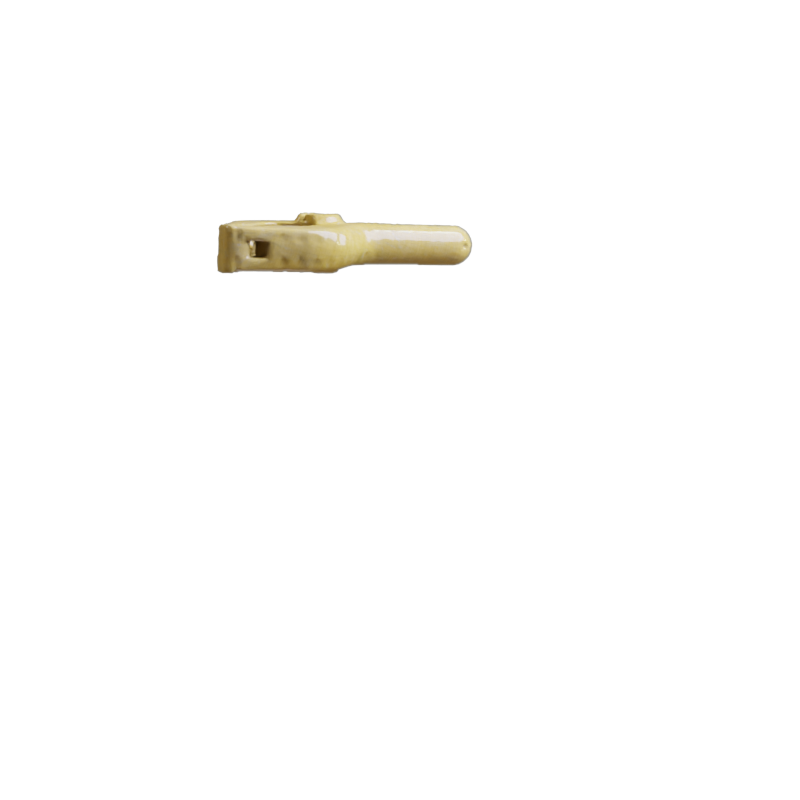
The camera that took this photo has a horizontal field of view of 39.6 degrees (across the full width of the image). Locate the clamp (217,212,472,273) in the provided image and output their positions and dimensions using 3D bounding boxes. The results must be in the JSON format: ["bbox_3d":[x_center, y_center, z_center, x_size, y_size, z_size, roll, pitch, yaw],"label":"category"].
[{"bbox_3d":[-0.053,-0.097,0.679,0.165,0.039,0.125,-6,8,-43],"label":"clamp"}]
